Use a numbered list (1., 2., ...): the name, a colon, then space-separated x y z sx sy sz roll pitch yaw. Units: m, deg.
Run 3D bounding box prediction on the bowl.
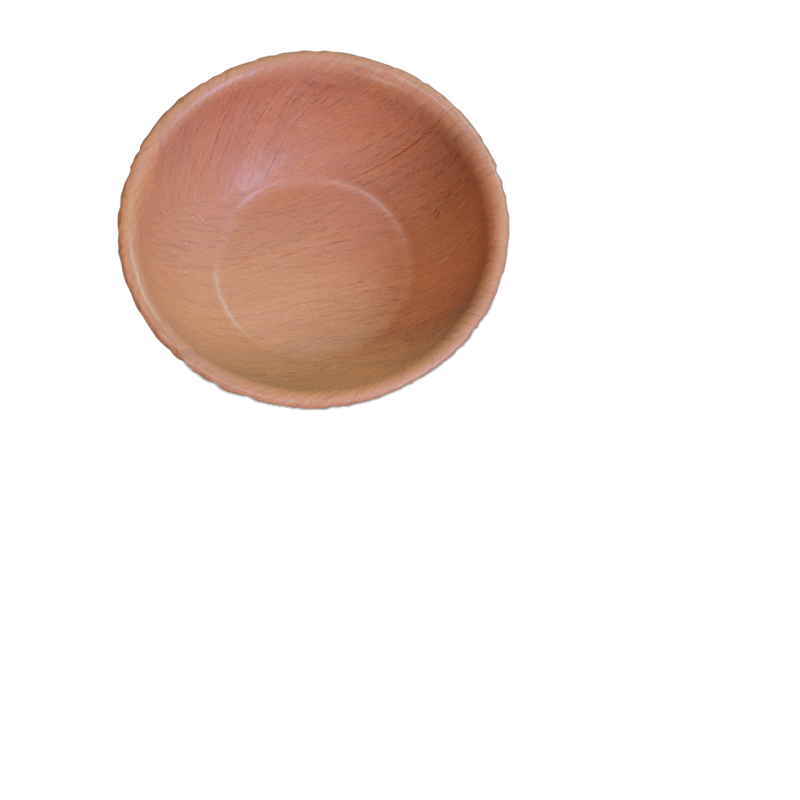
1. bowl: -0.038 -0.068 0.479 0.162 0.171 0.052 -1 -22 -1
